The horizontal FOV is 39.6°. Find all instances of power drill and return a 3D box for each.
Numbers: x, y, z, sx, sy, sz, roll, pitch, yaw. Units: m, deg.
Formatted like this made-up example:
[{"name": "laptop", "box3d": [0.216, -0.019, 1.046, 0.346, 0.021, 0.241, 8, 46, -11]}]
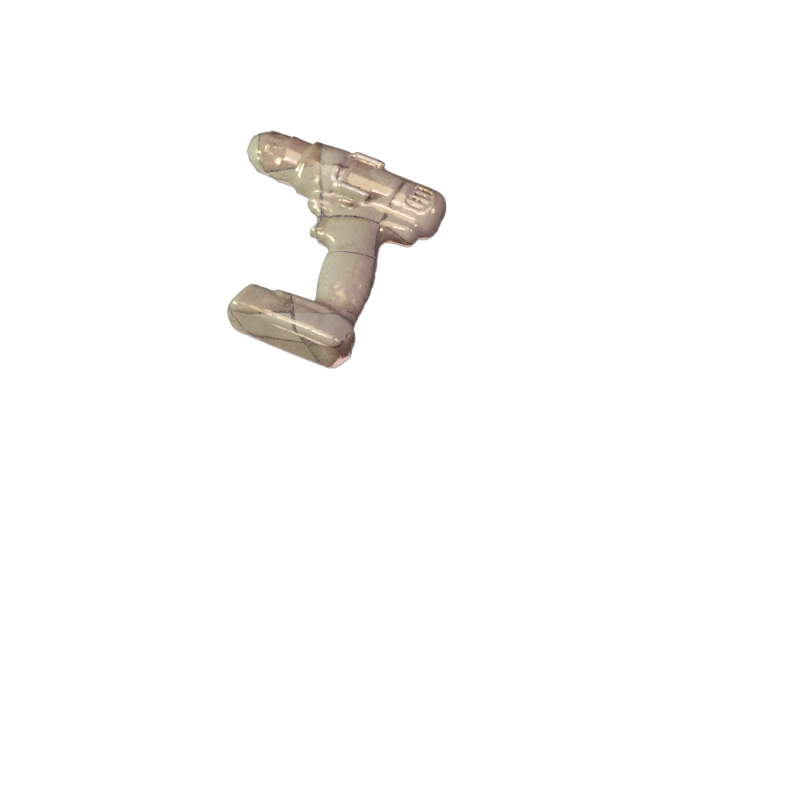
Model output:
[{"name": "power drill", "box3d": [-0.074, -0.134, 0.939, 0.189, 0.195, 0.054, 21, -26, 10]}]
